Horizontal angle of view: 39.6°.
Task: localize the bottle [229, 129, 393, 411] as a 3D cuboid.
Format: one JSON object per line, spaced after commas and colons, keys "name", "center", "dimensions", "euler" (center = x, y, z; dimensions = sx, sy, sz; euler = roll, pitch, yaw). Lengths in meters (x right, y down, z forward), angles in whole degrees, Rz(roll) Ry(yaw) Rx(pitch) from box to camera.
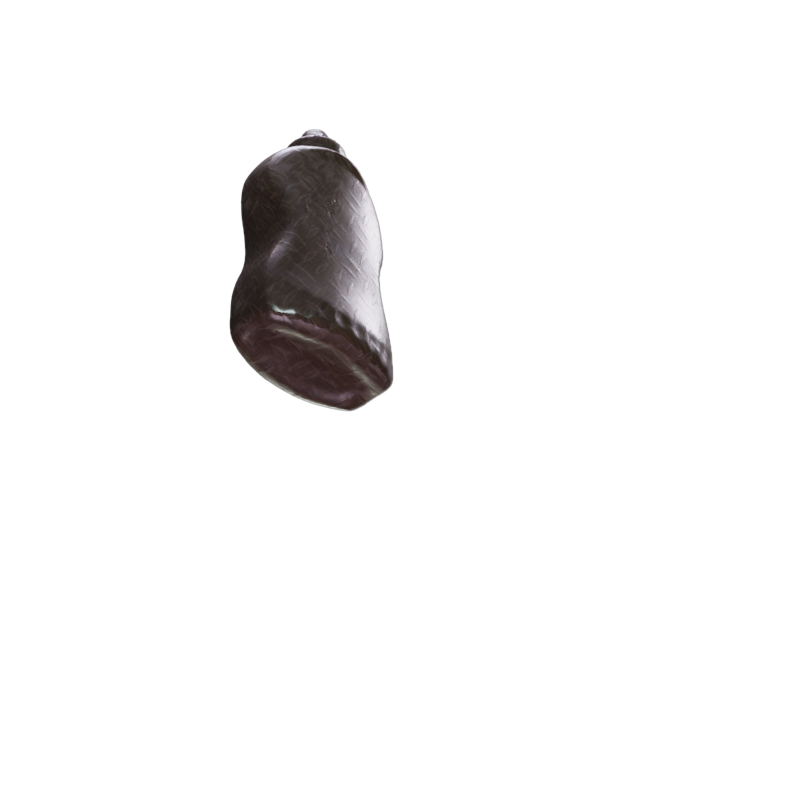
{"name": "bottle", "center": [-0.050, -0.093, 0.647], "dimensions": [0.090, 0.206, 0.058], "euler": [31, -53, -31]}
